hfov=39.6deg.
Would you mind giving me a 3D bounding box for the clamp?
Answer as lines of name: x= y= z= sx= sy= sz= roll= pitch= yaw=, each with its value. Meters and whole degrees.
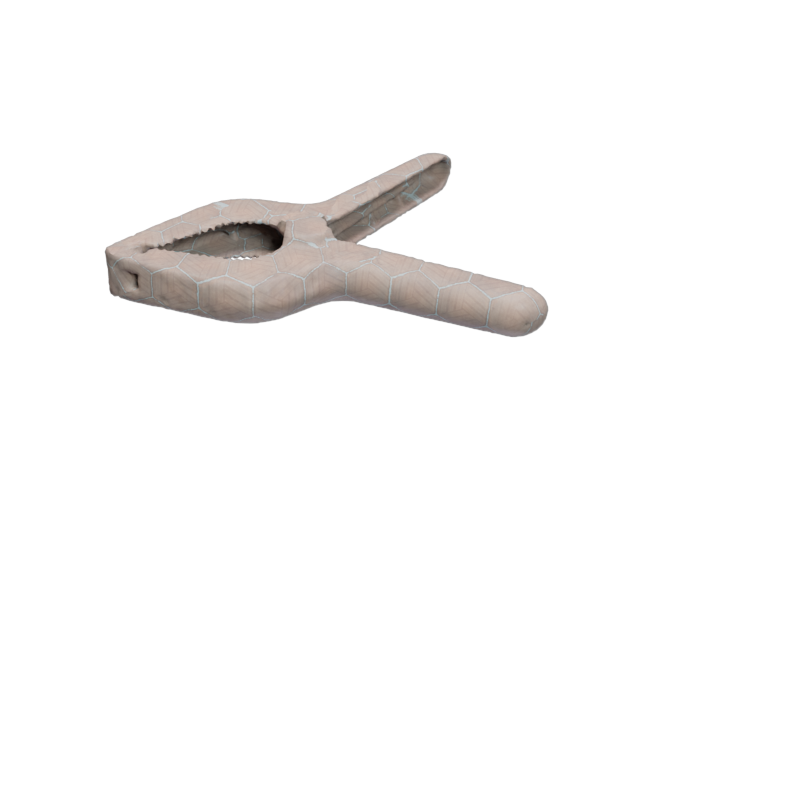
clamp: x=-0.045 y=-0.083 z=0.579 sx=0.209 sy=0.034 sz=0.176 roll=-3 pitch=36 yaw=-5
